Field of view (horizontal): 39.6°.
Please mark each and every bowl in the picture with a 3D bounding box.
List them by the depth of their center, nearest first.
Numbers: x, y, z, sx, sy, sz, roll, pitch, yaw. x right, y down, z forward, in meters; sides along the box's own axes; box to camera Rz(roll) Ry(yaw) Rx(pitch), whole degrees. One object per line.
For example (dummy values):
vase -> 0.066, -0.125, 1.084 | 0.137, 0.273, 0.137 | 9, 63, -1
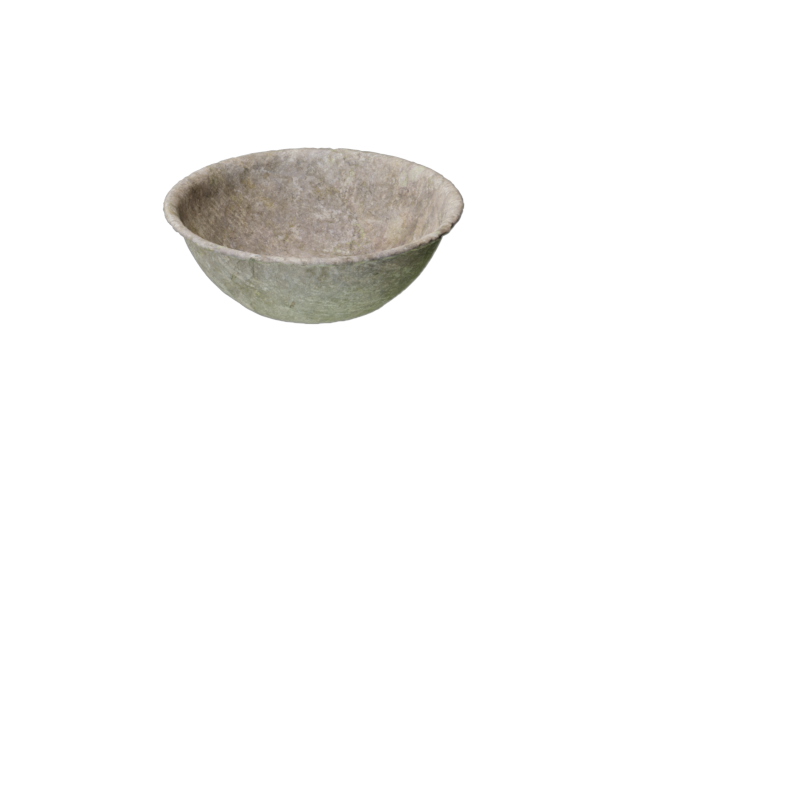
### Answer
bowl -> -0.048, -0.087, 0.609 | 0.162, 0.052, 0.172 | -1, 30, -2
